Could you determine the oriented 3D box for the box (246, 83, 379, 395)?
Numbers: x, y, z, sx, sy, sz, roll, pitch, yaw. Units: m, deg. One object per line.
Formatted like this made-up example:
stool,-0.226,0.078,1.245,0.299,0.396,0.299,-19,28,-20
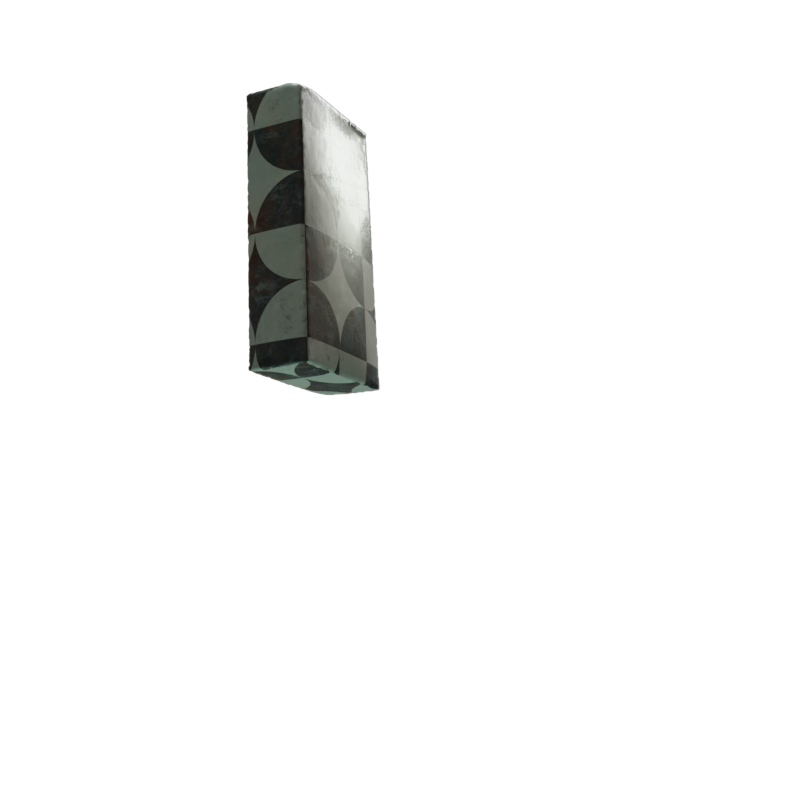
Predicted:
box,-0.053,-0.097,0.680,0.049,0.184,0.088,-10,-19,26
